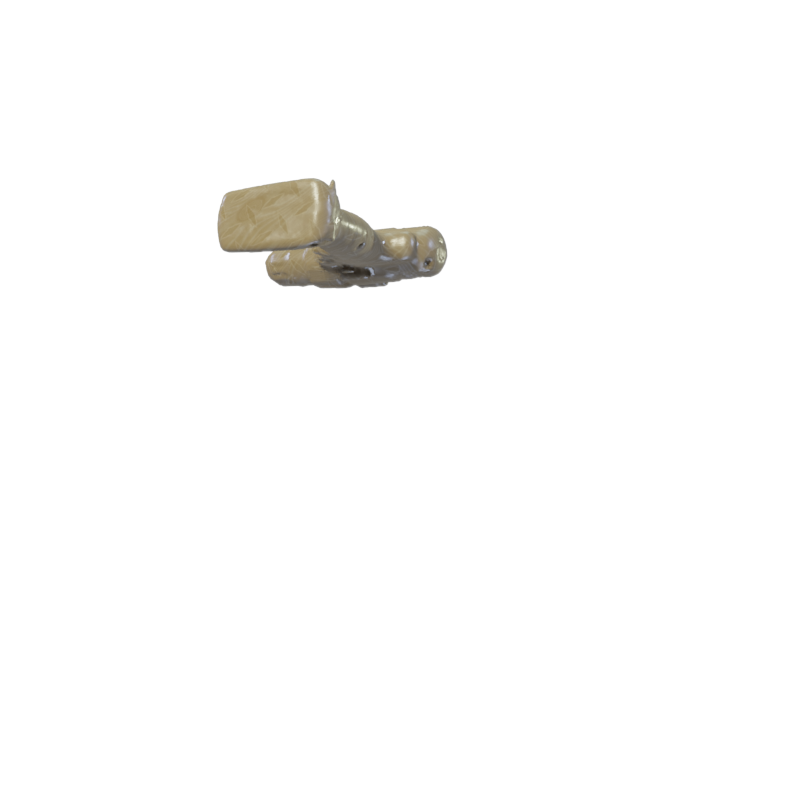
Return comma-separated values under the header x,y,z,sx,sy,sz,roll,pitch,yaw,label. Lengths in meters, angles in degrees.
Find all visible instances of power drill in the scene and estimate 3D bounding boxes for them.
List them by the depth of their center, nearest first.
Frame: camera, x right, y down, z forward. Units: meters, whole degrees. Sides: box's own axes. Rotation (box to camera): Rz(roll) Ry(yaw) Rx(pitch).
x,y,z,sx,sy,sz,roll,pitch,yaw,label
-0.076,-0.138,0.969,0.189,0.059,0.178,-4,-7,29,power drill
